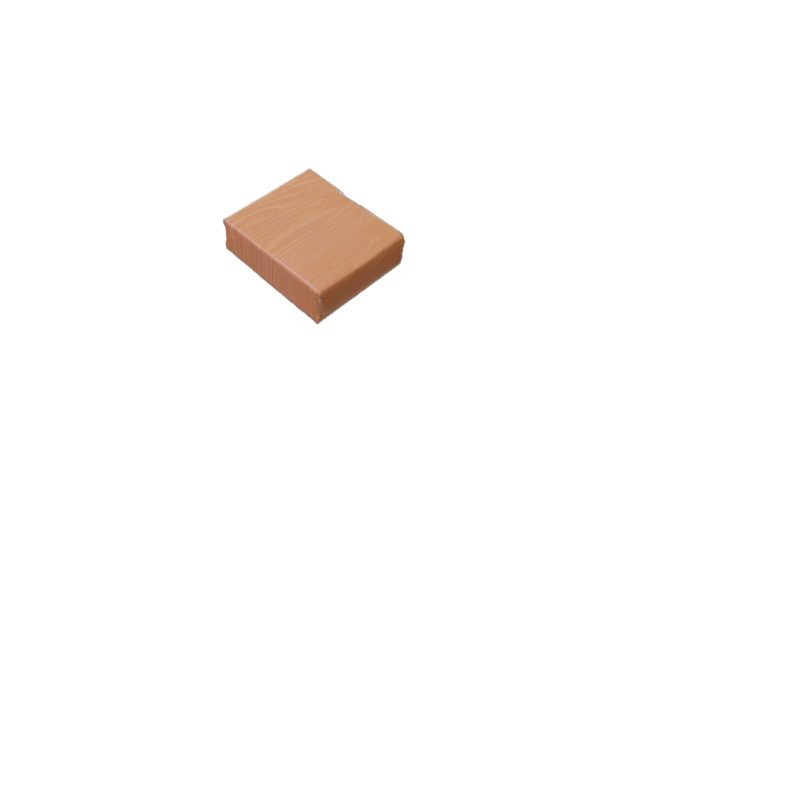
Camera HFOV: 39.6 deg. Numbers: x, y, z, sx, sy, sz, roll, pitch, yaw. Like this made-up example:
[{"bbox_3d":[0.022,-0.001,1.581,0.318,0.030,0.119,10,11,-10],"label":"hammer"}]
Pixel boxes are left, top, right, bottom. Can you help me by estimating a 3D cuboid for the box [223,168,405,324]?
[{"bbox_3d":[-0.054,-0.098,0.687,0.073,0.028,0.095,-35,57,-27],"label":"box"}]
